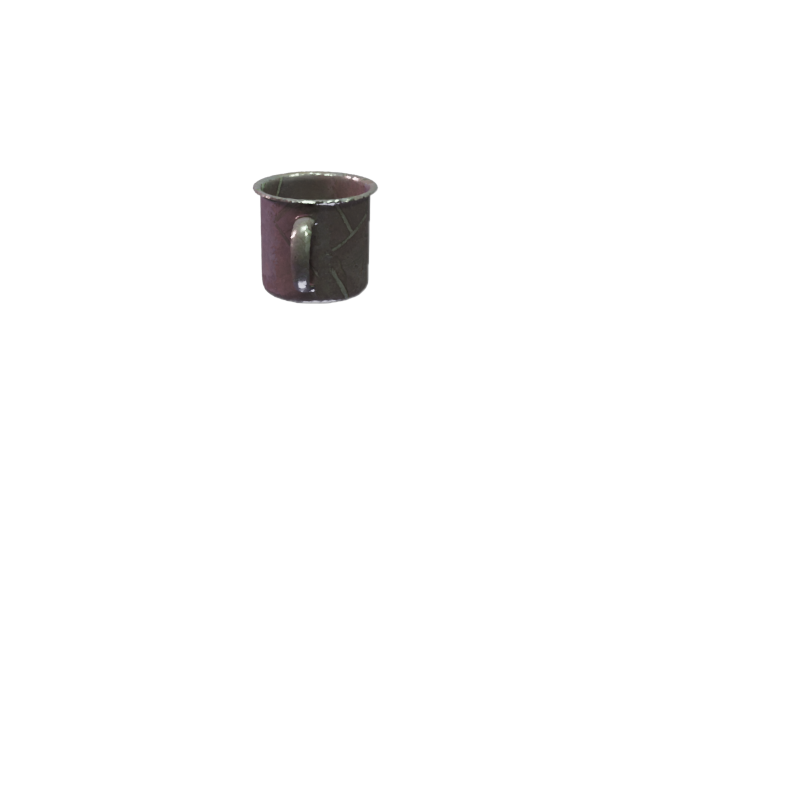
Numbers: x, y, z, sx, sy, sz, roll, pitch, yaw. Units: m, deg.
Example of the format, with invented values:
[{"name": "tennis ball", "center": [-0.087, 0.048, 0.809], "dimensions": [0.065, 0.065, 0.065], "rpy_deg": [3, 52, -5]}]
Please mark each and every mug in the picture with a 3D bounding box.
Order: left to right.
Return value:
[{"name": "mug", "center": [-0.065, -0.118, 0.825], "dimensions": [0.094, 0.078, 0.122], "rpy_deg": [2, 22, 3]}]
